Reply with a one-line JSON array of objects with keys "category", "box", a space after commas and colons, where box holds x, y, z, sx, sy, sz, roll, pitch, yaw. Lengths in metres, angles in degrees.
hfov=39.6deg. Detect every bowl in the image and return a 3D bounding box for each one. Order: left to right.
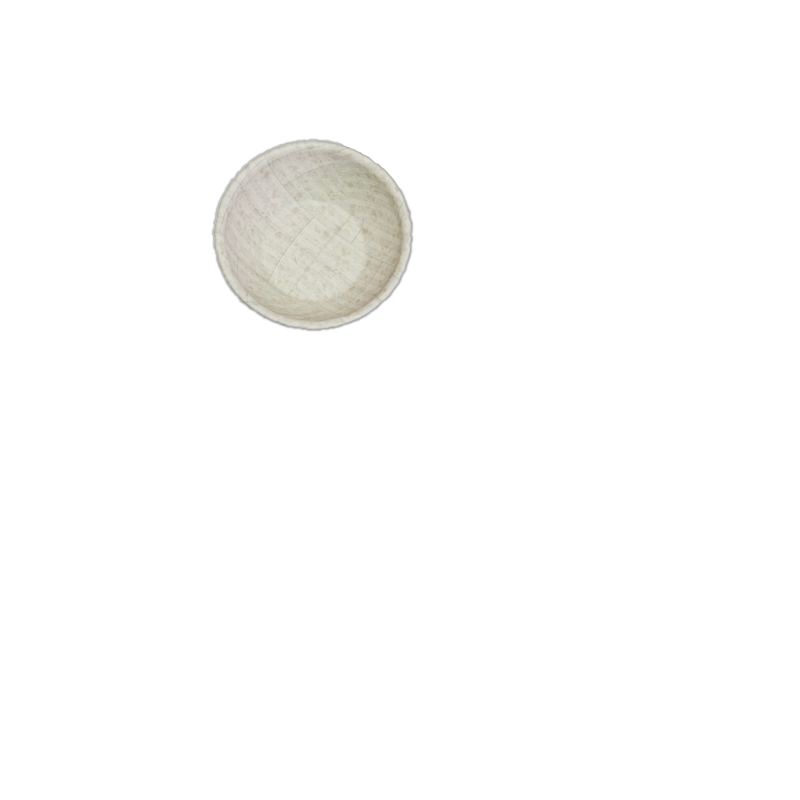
[{"category": "bowl", "box": [-0.072, -0.132, 0.925, 0.162, 0.168, 0.053, -1, -15, -1]}]
